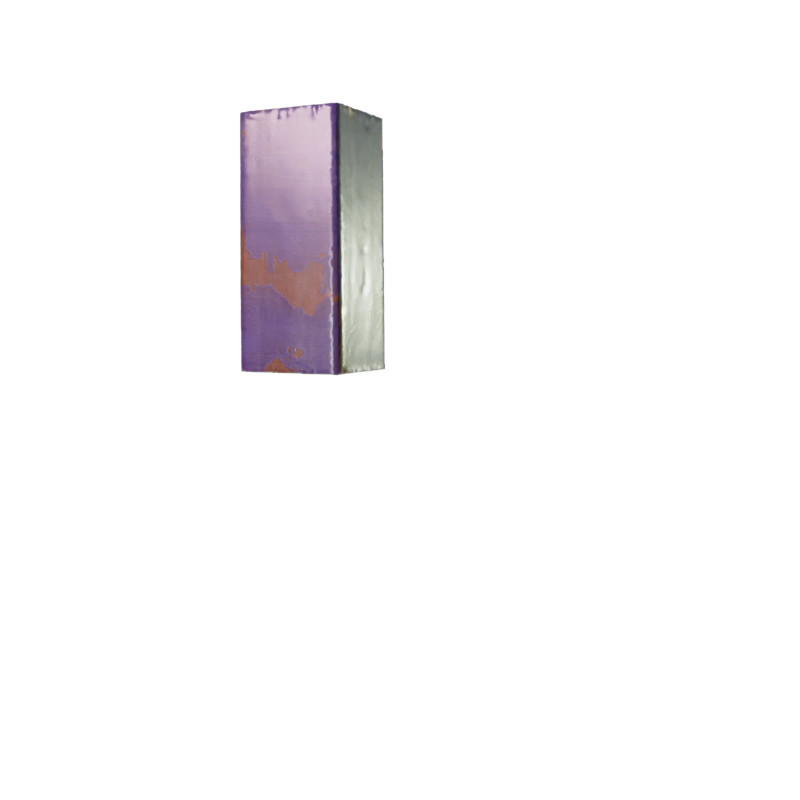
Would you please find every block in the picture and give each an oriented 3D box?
[{"bbox_3d":[-0.070,-0.127,0.893,0.093,0.207,0.087,-1,-2,26],"label":"block"}]
